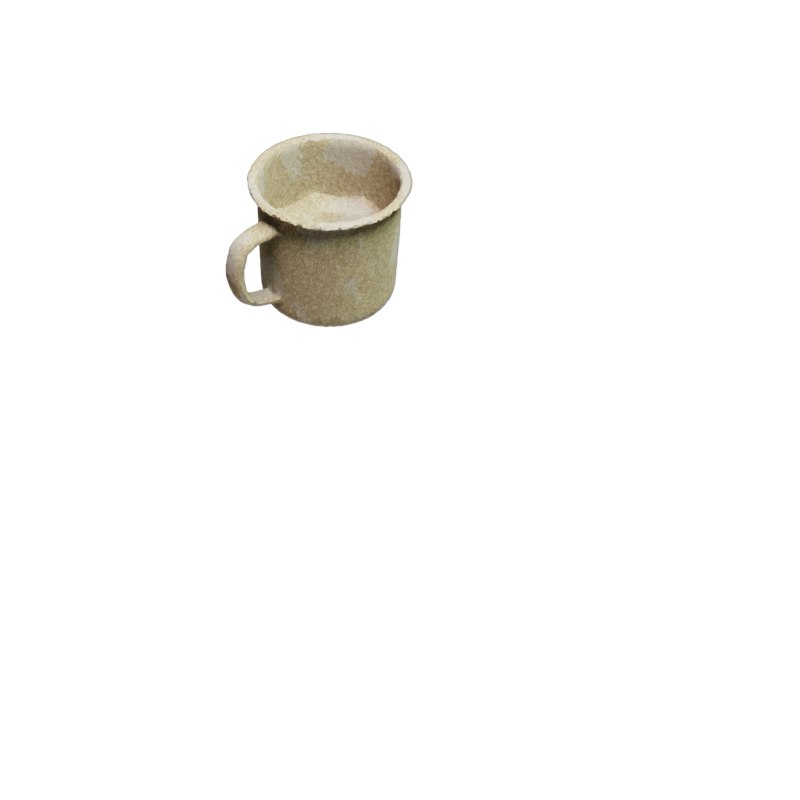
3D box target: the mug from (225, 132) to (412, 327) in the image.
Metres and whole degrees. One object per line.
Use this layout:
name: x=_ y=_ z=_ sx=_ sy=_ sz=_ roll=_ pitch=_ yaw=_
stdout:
mug: x=-0.050 y=-0.092 z=0.642 sx=0.117 sy=0.076 sz=0.100 roll=-32 pitch=52 yaw=-31
